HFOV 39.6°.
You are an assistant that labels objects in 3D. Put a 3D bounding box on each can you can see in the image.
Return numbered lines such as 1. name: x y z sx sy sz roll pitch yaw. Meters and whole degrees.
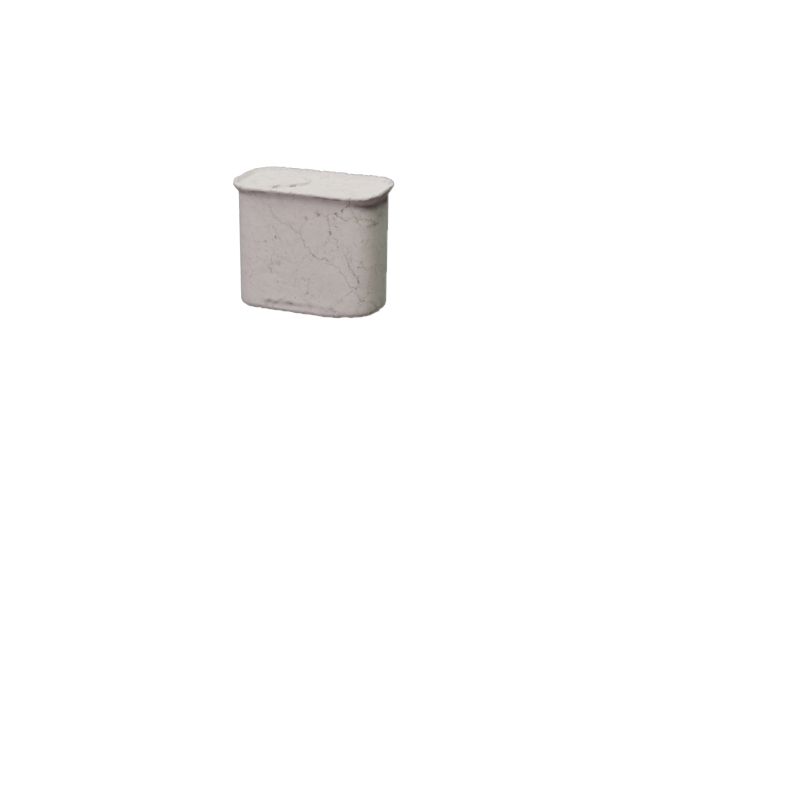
1. can: -0.057 -0.104 0.729 0.105 0.080 0.058 9 22 19
